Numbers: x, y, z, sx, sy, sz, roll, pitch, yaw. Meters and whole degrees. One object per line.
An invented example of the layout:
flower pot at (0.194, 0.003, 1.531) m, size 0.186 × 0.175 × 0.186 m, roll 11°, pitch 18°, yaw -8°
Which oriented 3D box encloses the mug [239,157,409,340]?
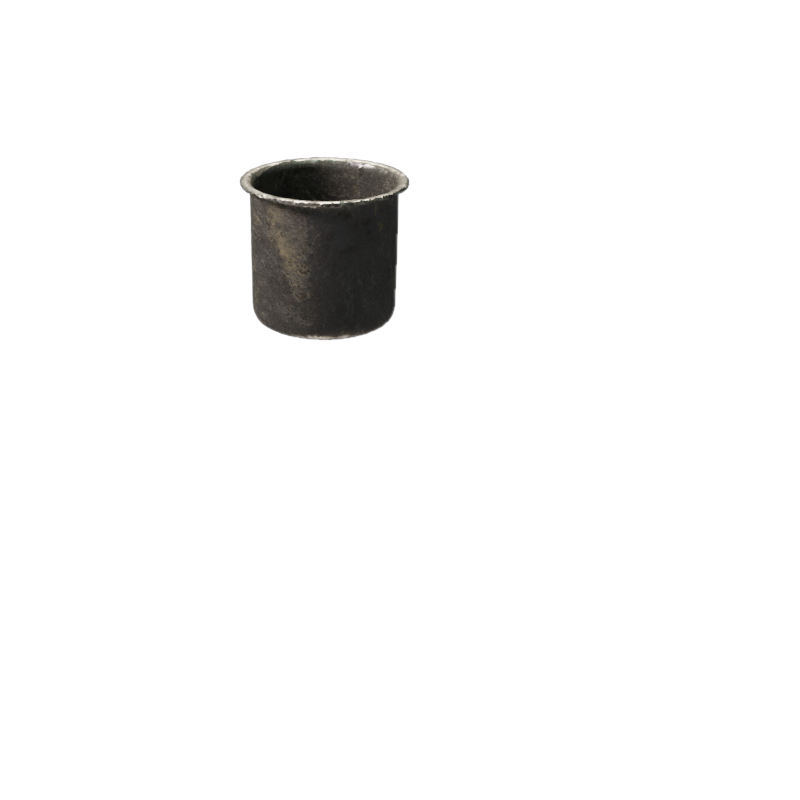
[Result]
mug at (-0.049, -0.090, 0.630) m, size 0.091 × 0.078 × 0.125 m, roll -14°, pitch 28°, yaw -30°
